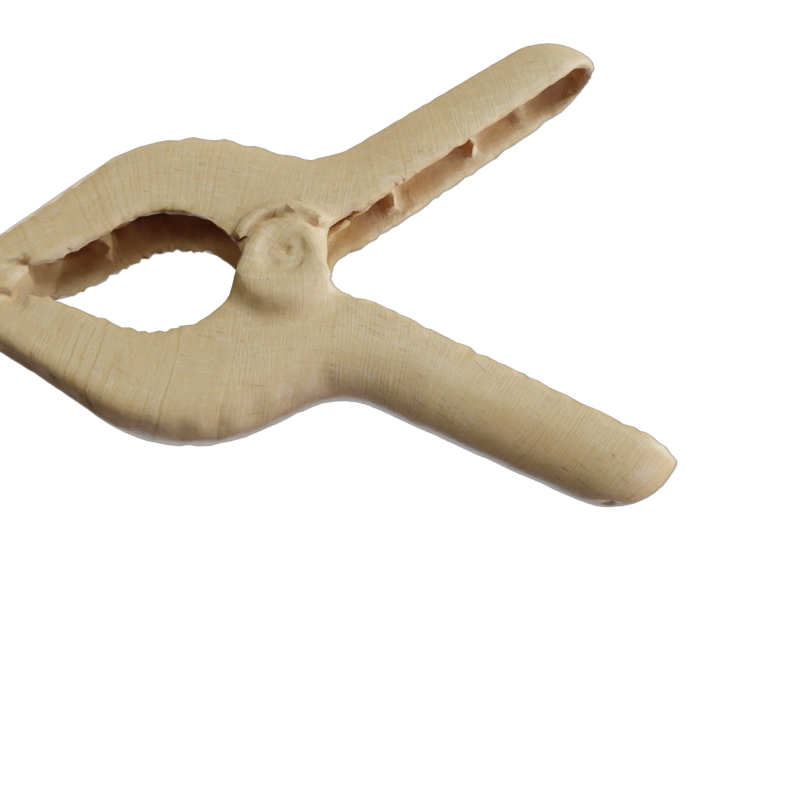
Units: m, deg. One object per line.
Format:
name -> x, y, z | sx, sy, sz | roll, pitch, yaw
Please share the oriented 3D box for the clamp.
clamp -> -0.022, -0.040, 0.277 | 0.172, 0.127, 0.037 | 4, -29, 2
